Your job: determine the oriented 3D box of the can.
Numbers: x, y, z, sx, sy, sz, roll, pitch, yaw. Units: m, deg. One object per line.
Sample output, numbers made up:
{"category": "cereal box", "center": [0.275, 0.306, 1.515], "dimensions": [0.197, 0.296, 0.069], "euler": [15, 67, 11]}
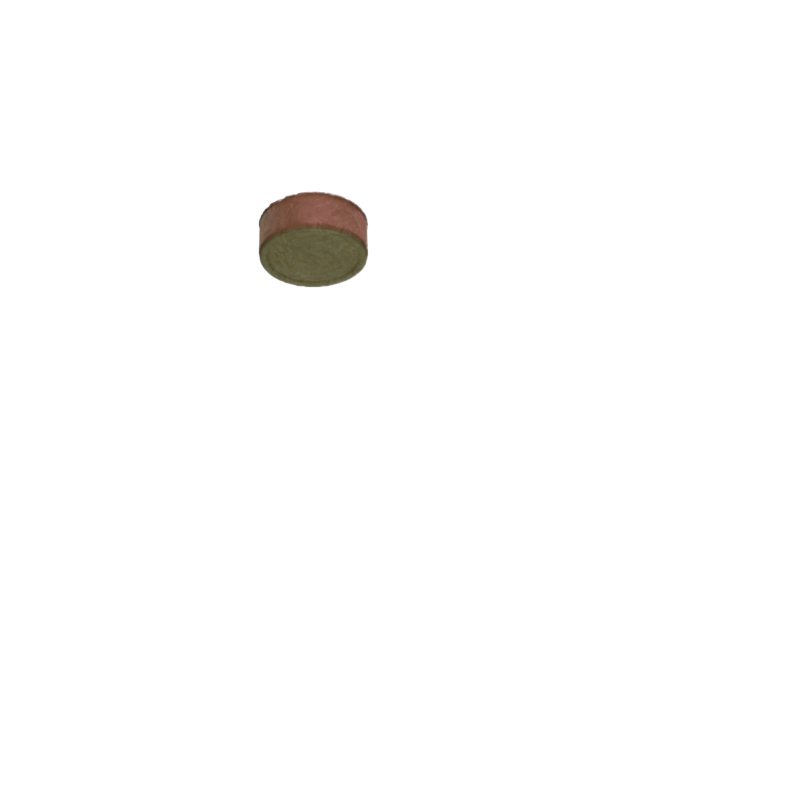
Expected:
{"category": "can", "center": [-0.067, -0.123, 0.861], "dimensions": [0.086, 0.036, 0.081], "euler": [1, -29, -2]}
